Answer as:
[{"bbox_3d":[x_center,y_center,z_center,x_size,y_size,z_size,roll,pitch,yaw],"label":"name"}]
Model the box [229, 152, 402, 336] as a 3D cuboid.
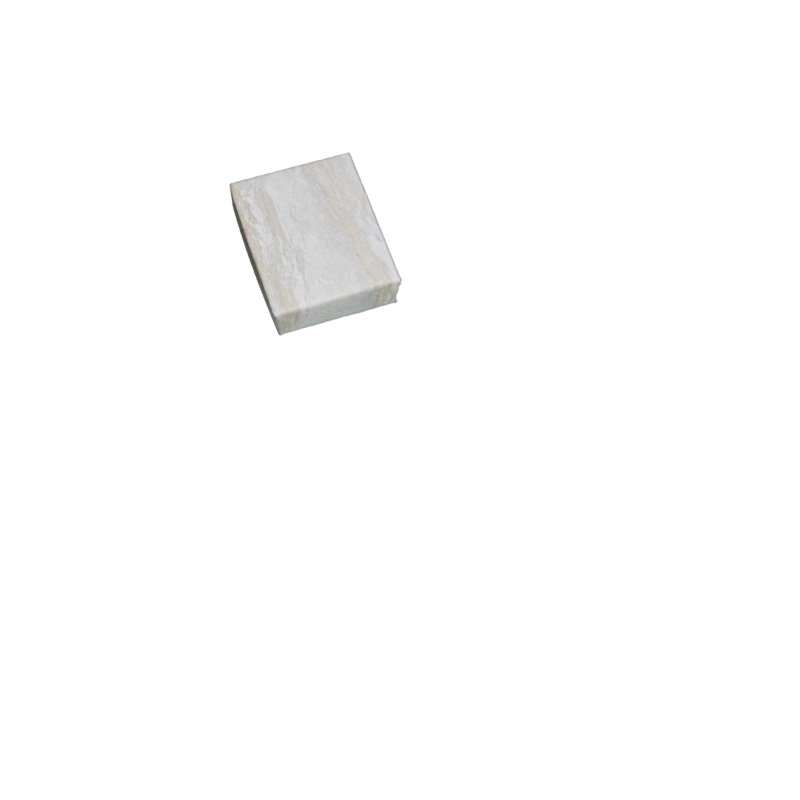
[{"bbox_3d":[-0.060,-0.109,0.767,0.089,0.121,0.037,-17,-25,-9],"label":"box"}]
